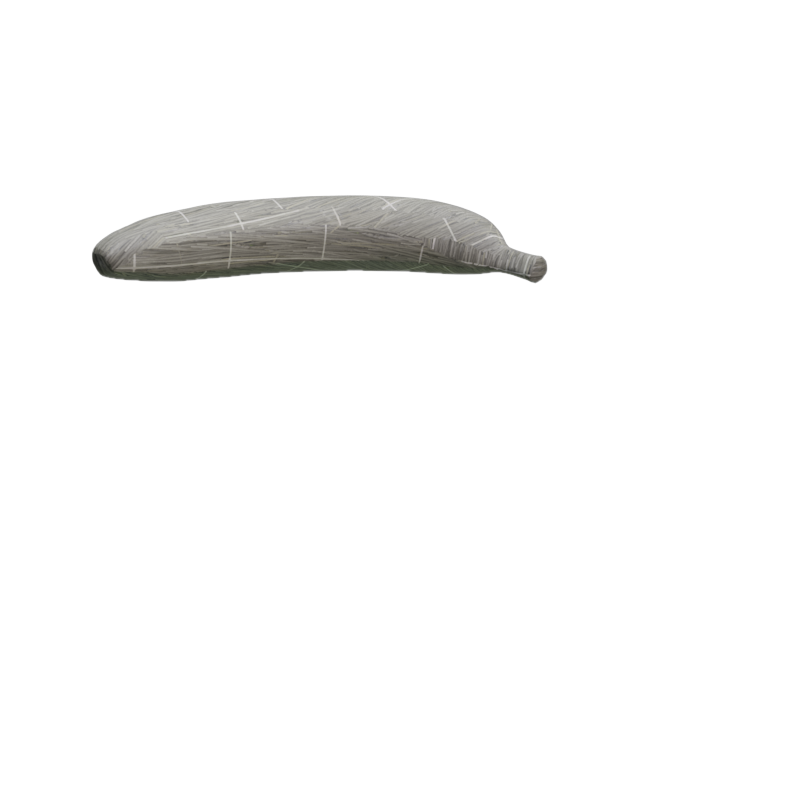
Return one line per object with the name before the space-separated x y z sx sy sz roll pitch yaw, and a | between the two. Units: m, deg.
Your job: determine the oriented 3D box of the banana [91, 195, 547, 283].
banana | -0.038 -0.074 0.505 0.196 0.036 0.072 -2 12 -8
